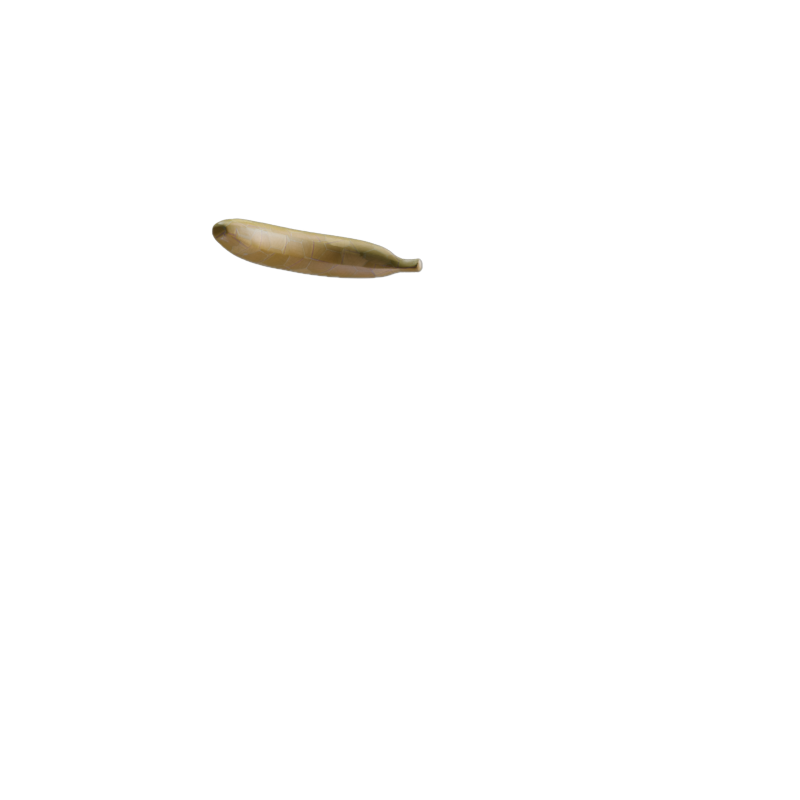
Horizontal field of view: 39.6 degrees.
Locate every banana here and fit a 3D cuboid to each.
[{"bbox_3d":[-0.081,-0.134,0.974,0.191,0.038,0.070,5,-12,-26],"label":"banana"}]
